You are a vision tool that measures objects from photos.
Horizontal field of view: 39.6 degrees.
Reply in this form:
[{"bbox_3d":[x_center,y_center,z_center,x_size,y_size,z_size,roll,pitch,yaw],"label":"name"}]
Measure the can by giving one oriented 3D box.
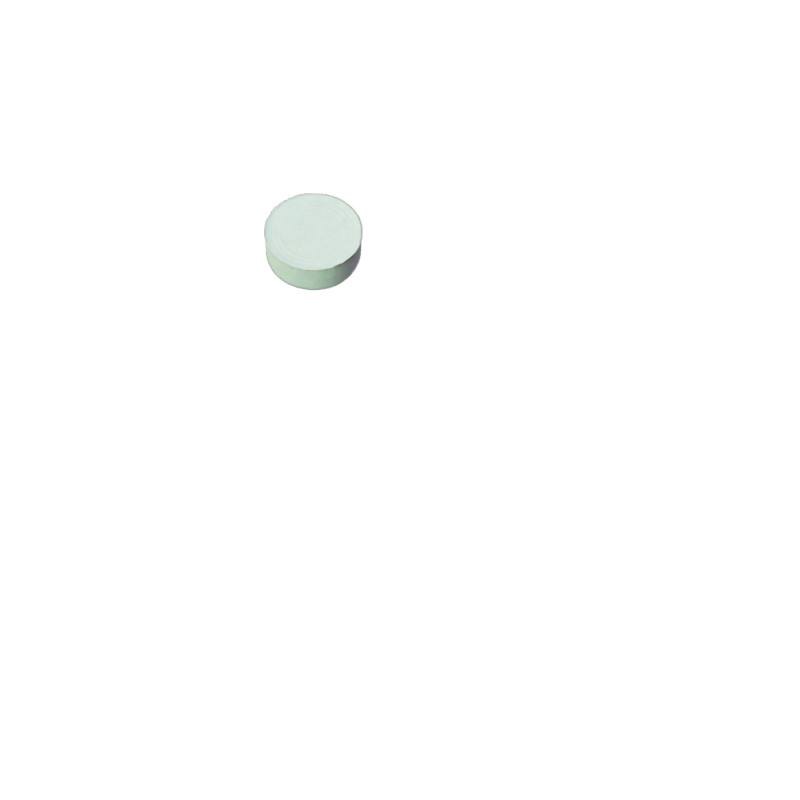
[{"bbox_3d":[-0.076,-0.139,0.972,0.086,0.092,0.031,-1,-35,-1],"label":"can"}]
